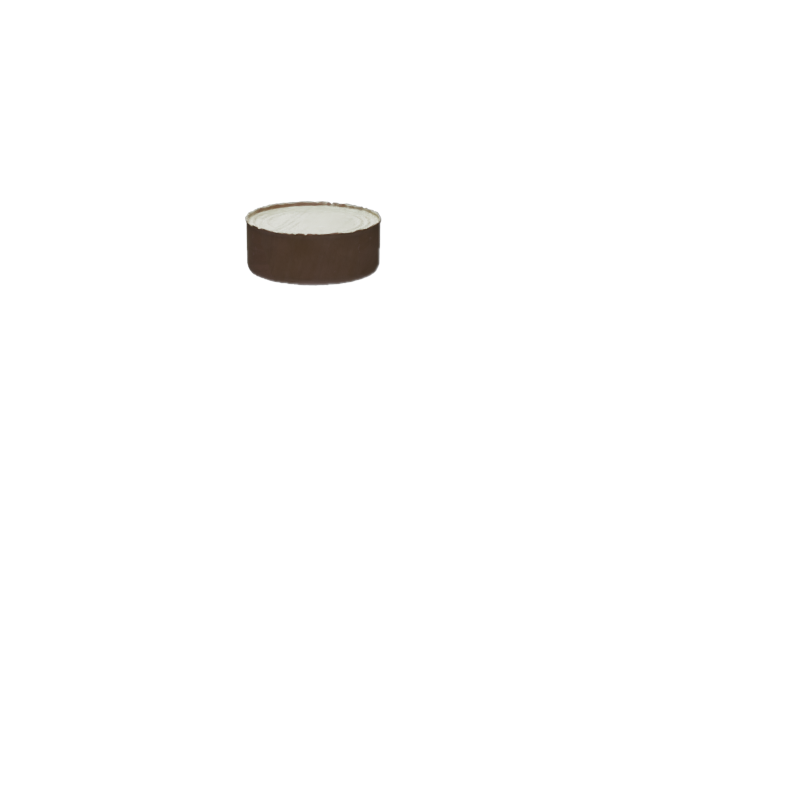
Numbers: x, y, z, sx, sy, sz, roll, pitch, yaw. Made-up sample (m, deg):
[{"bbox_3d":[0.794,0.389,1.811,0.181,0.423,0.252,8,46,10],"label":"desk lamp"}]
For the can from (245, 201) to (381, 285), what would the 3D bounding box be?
[{"bbox_3d":[-0.055,-0.100,0.702,0.086,0.032,0.090,-1,22,-2],"label":"can"}]
